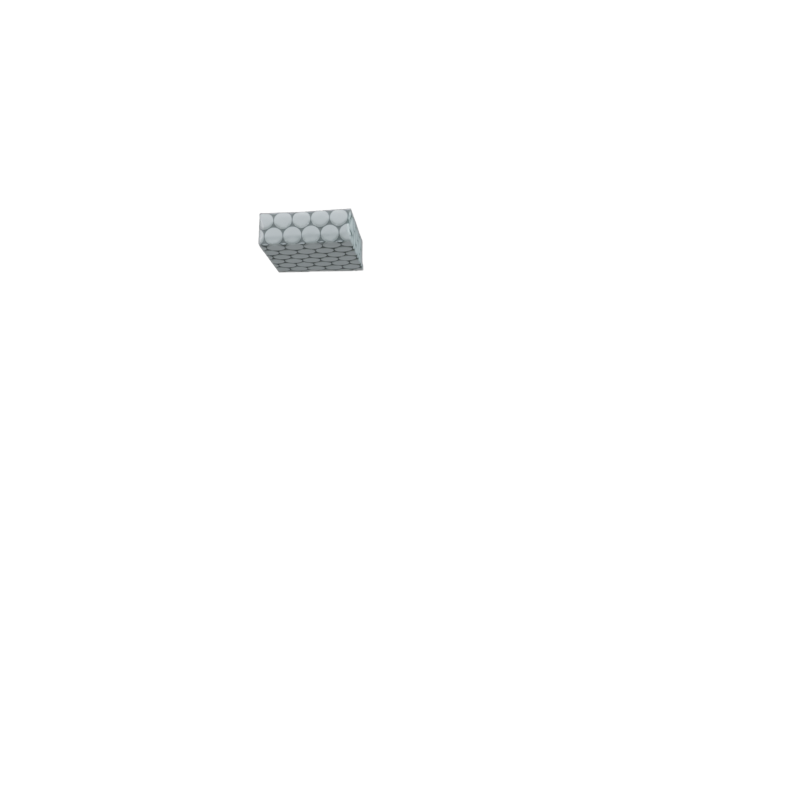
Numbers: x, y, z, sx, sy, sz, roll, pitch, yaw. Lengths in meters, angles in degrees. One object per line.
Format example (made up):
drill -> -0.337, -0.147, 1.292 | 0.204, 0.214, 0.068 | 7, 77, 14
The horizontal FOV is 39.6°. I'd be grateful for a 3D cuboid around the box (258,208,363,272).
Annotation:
box -> -0.070, -0.128, 0.894 | 0.074, 0.031, 0.086 | -1, -9, 6
